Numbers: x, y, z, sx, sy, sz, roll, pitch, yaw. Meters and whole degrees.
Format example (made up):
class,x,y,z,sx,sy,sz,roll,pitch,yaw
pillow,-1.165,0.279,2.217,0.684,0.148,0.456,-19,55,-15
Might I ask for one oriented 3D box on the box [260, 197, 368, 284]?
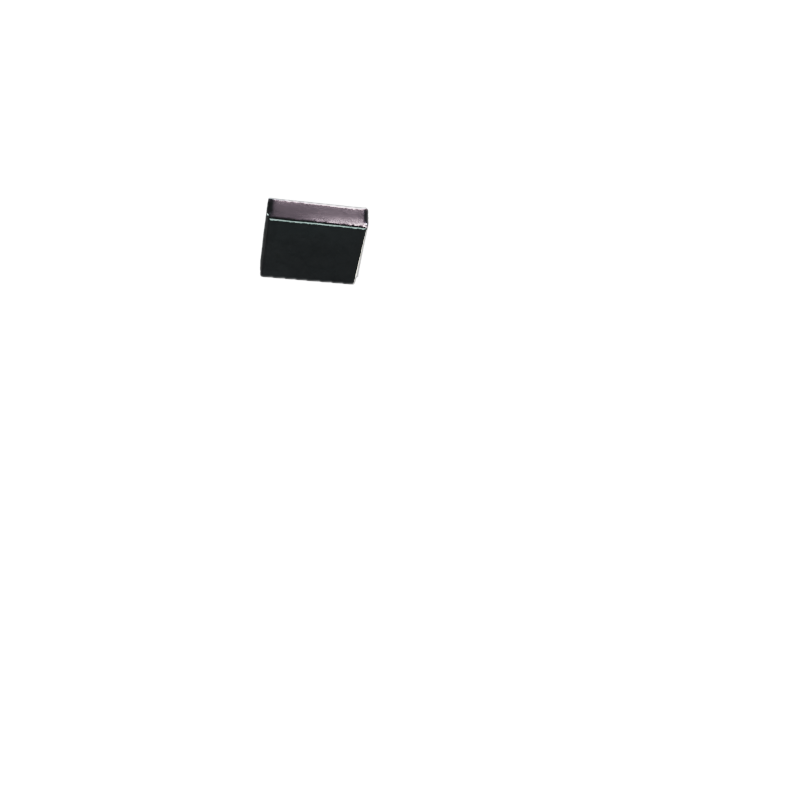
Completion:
class,x,y,z,sx,sy,sz,roll,pitch,yaw
box,-0.077,-0.140,0.980,0.088,0.032,0.069,5,-42,-6
